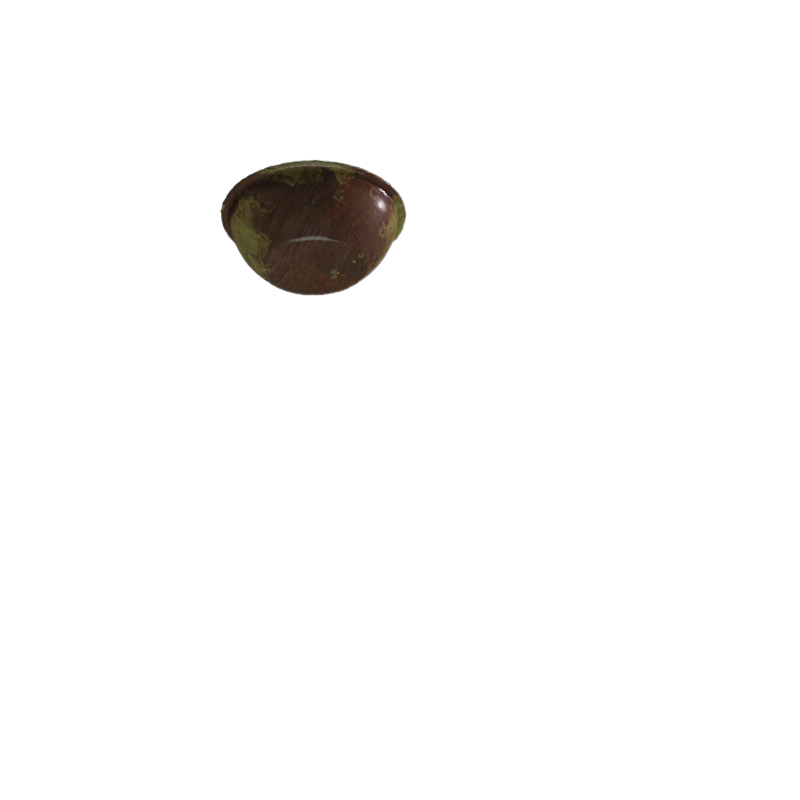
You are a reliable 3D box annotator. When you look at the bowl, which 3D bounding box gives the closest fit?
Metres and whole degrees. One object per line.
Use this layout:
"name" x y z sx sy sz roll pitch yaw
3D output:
"bowl" -0.075 -0.136 0.954 0.162 0.059 0.152 1 -28 -2
